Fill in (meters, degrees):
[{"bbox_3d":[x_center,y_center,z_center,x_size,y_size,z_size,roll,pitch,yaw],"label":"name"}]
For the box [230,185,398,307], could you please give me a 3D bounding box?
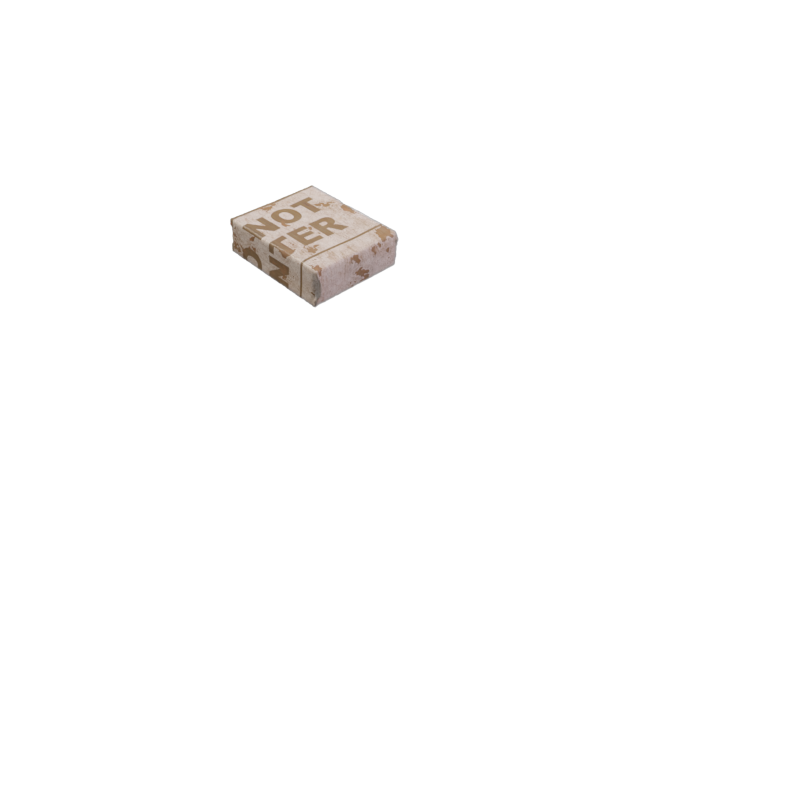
[{"bbox_3d":[-0.058,-0.105,0.739,0.073,0.028,0.096,-28,46,-33],"label":"box"}]
